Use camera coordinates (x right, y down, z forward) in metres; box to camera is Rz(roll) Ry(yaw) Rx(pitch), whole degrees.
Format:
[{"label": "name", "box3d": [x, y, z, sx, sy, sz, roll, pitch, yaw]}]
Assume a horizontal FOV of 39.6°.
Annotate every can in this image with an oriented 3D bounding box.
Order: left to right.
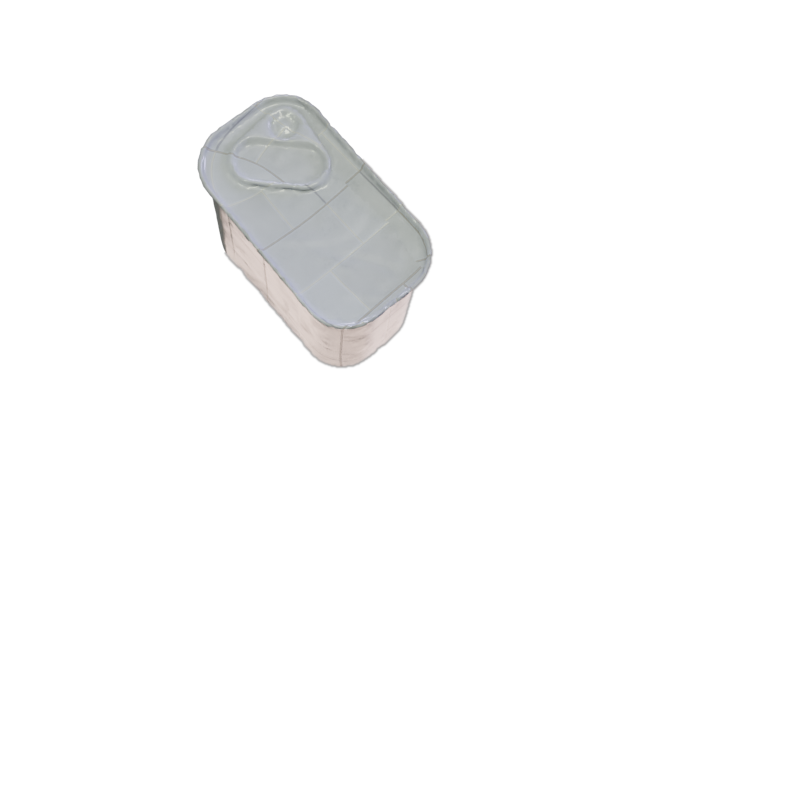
[{"label": "can", "box3d": [-0.037, -0.068, 0.477, 0.058, 0.106, 0.080, -38, -12, -11]}]
